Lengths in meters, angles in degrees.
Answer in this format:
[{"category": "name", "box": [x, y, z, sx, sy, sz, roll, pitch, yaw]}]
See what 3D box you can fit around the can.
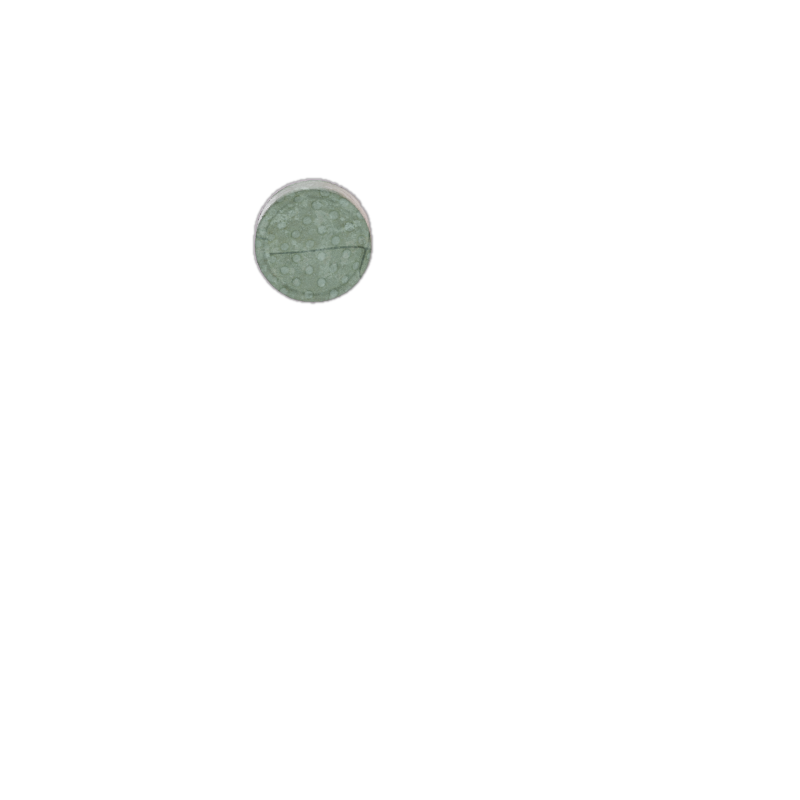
[{"category": "can", "box": [-0.062, -0.114, 0.798, 0.086, 0.083, 0.035, 0, 14, -1]}]
